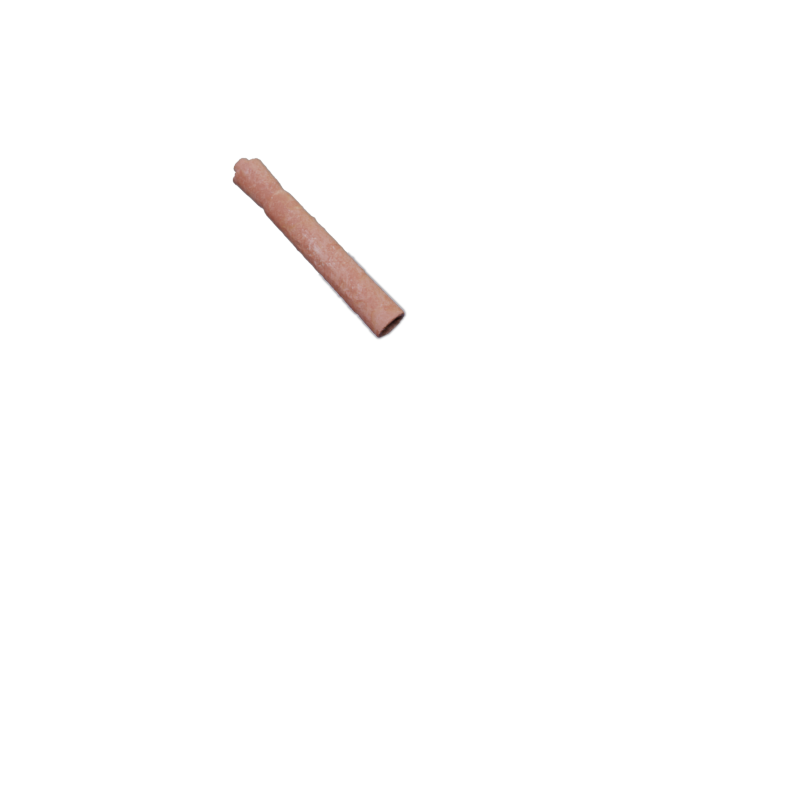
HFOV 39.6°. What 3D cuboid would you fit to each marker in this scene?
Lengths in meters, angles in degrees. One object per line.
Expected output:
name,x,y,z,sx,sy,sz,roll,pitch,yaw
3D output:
marker,-0.045,-0.081,0.569,0.127,0.019,0.019,48,21,18
